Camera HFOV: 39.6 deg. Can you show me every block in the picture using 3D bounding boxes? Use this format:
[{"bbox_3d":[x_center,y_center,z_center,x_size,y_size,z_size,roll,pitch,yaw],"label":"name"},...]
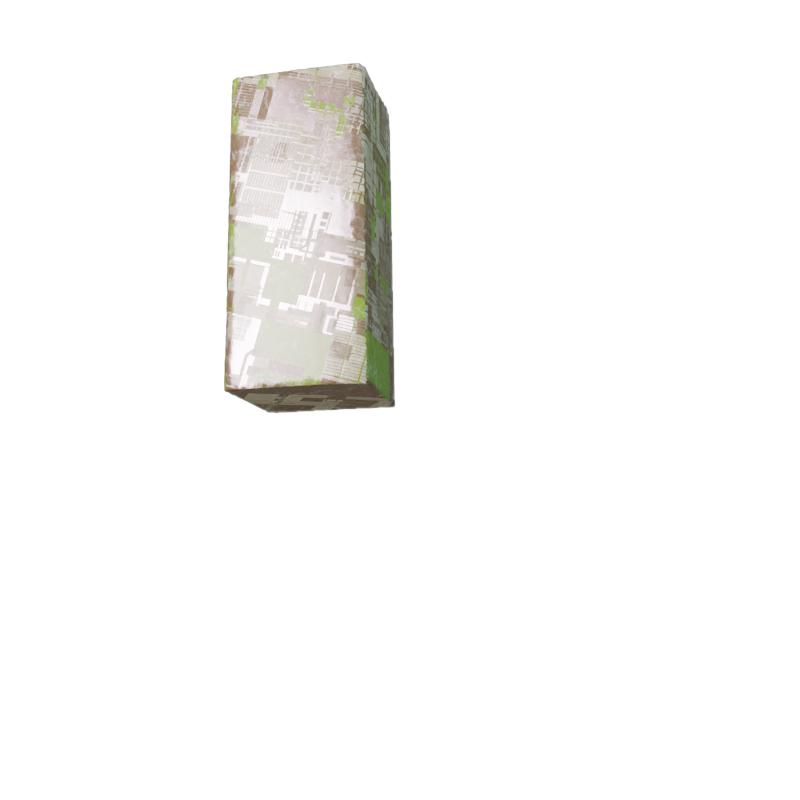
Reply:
[{"bbox_3d":[-0.056,-0.103,0.722,0.091,0.215,0.086,-5,-17,12],"label":"block"}]
